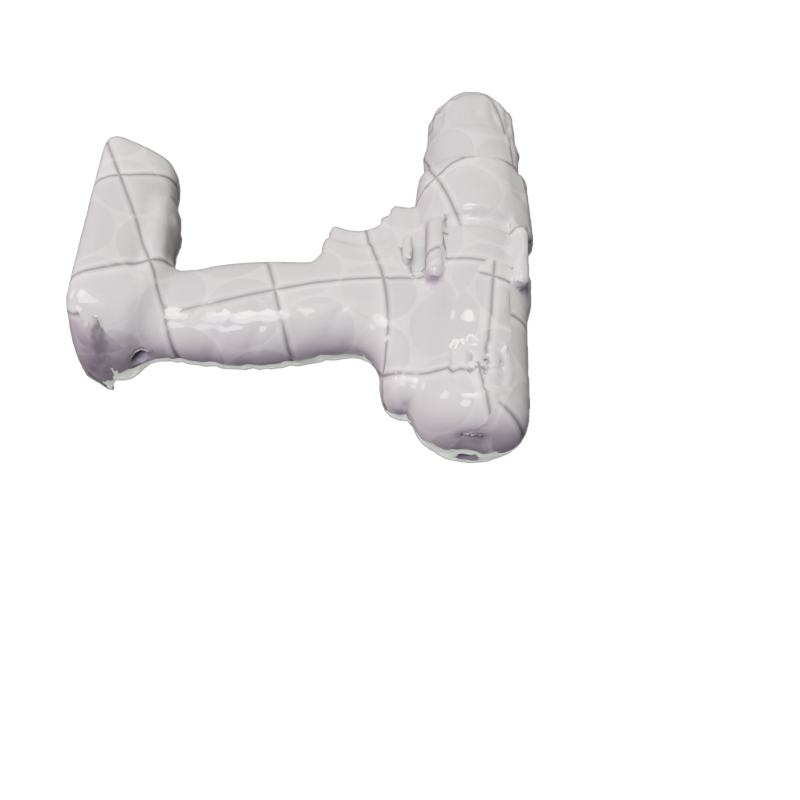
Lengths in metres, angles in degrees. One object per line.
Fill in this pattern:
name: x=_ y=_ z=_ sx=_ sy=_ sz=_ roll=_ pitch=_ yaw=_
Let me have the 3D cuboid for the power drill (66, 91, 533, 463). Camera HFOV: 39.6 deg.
power drill: x=-0.037 y=-0.068 z=0.474 sx=0.188 sy=0.197 sz=0.053 roll=3 pitch=-37 yaw=2
